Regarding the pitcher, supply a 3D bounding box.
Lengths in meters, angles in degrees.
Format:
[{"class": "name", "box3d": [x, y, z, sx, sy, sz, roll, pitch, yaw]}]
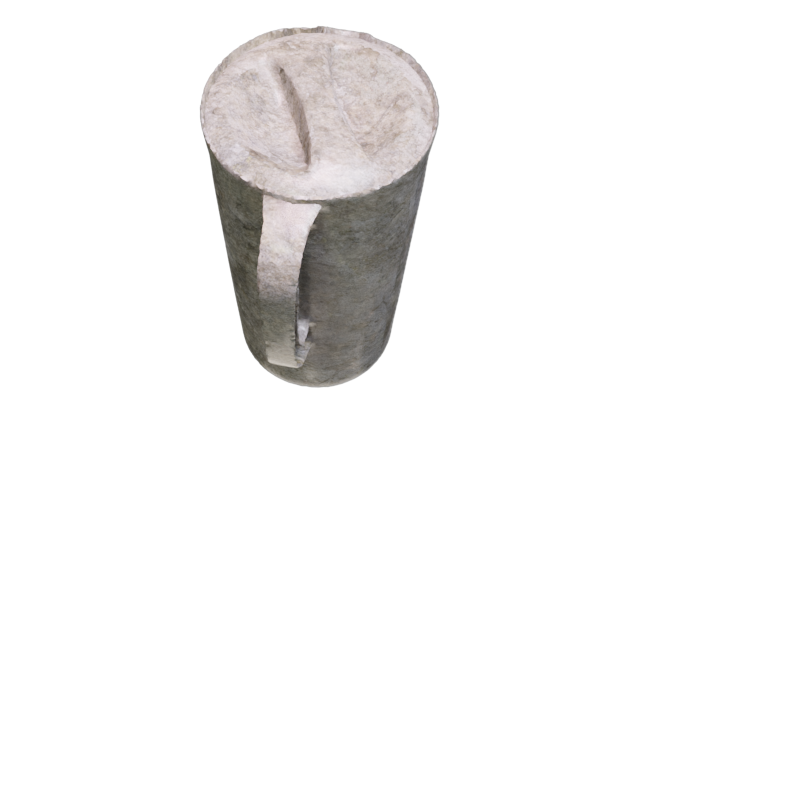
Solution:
[{"class": "pitcher", "box3d": [-0.055, -0.100, 0.703, 0.149, 0.155, 0.228, -30, -26, -20]}]
